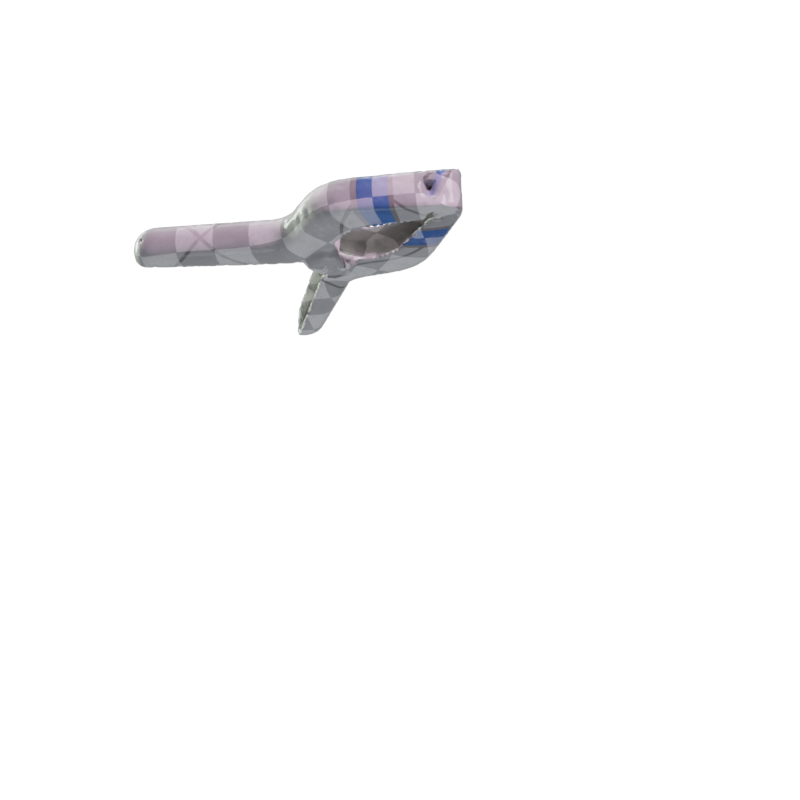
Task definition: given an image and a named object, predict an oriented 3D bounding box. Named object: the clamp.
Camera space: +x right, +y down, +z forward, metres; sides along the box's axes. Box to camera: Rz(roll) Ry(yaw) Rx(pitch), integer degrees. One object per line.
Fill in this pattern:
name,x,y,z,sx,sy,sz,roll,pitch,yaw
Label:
clamp,-0.055,-0.100,0.700,0.155,0.038,0.211,18,-28,-39
